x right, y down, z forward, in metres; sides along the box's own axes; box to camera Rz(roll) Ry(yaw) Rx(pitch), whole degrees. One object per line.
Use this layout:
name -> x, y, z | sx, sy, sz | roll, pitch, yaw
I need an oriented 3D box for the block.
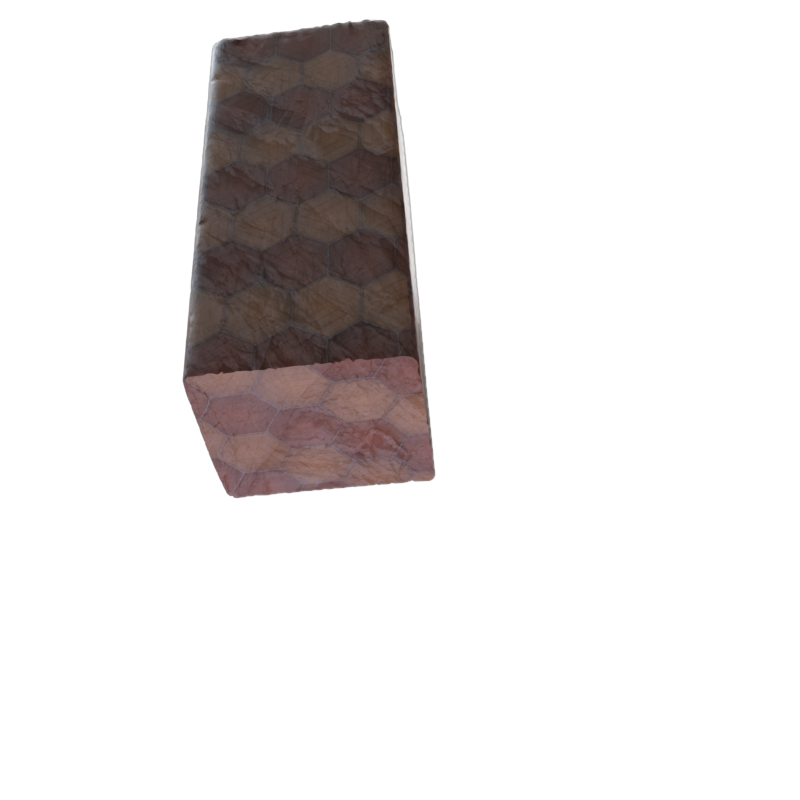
block -> -0.040, -0.073, 0.506 | 0.091, 0.221, 0.083 | -7, -40, 4
